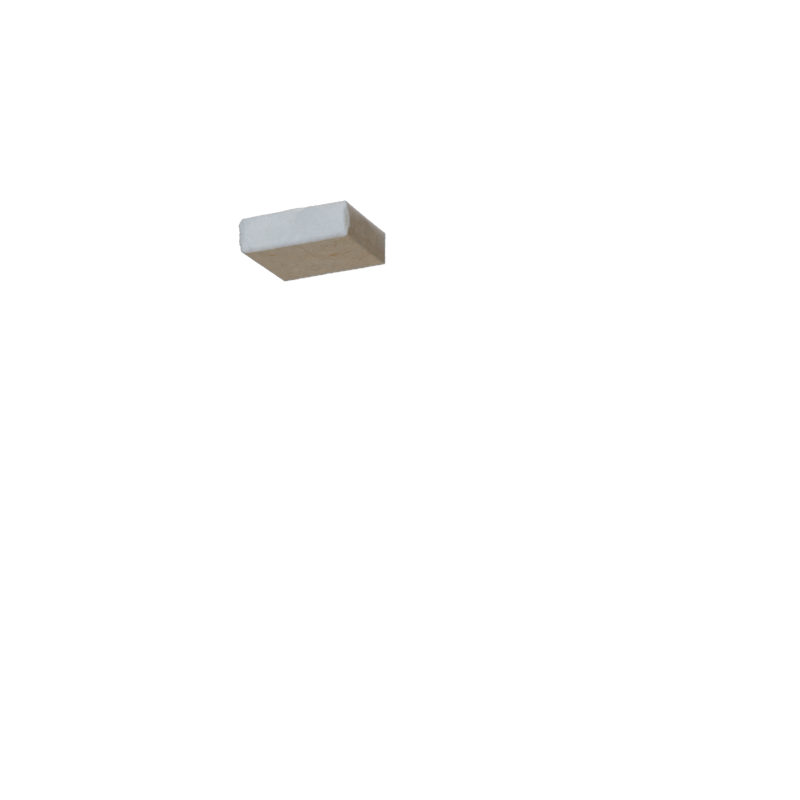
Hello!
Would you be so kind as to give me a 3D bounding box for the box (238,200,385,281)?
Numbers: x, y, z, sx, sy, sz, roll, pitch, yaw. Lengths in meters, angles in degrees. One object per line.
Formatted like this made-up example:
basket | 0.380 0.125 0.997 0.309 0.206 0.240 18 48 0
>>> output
box | -0.065 -0.118 0.828 0.091 0.031 0.069 -6 -15 23
